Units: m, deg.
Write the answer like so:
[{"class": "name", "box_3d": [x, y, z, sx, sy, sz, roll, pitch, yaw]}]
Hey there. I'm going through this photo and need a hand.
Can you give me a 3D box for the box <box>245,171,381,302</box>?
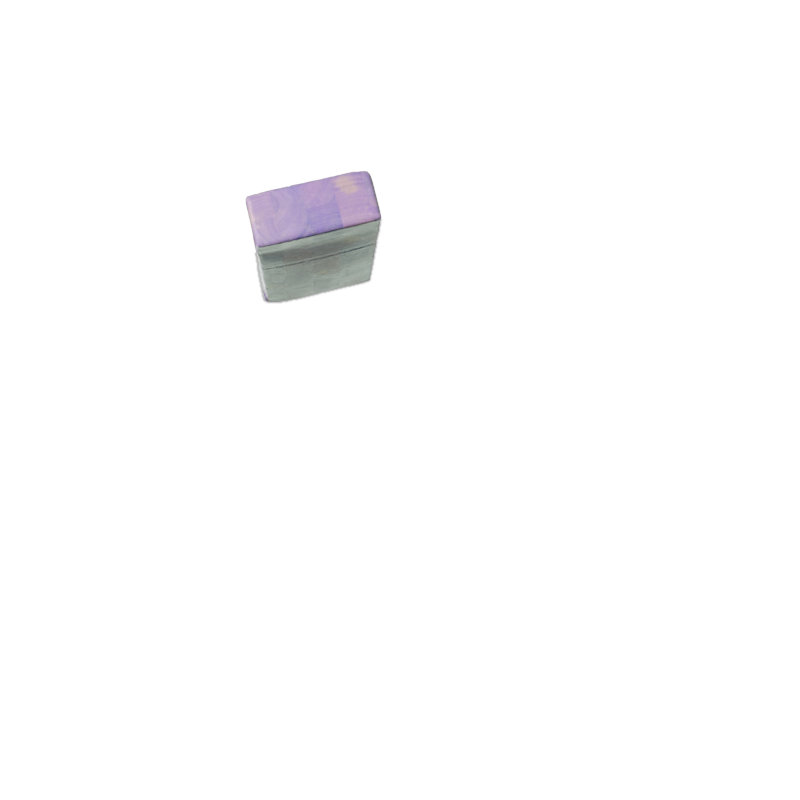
[{"class": "box", "box_3d": [-0.067, -0.123, 0.862, 0.093, 0.050, 0.170, -13, -10, -6]}]
